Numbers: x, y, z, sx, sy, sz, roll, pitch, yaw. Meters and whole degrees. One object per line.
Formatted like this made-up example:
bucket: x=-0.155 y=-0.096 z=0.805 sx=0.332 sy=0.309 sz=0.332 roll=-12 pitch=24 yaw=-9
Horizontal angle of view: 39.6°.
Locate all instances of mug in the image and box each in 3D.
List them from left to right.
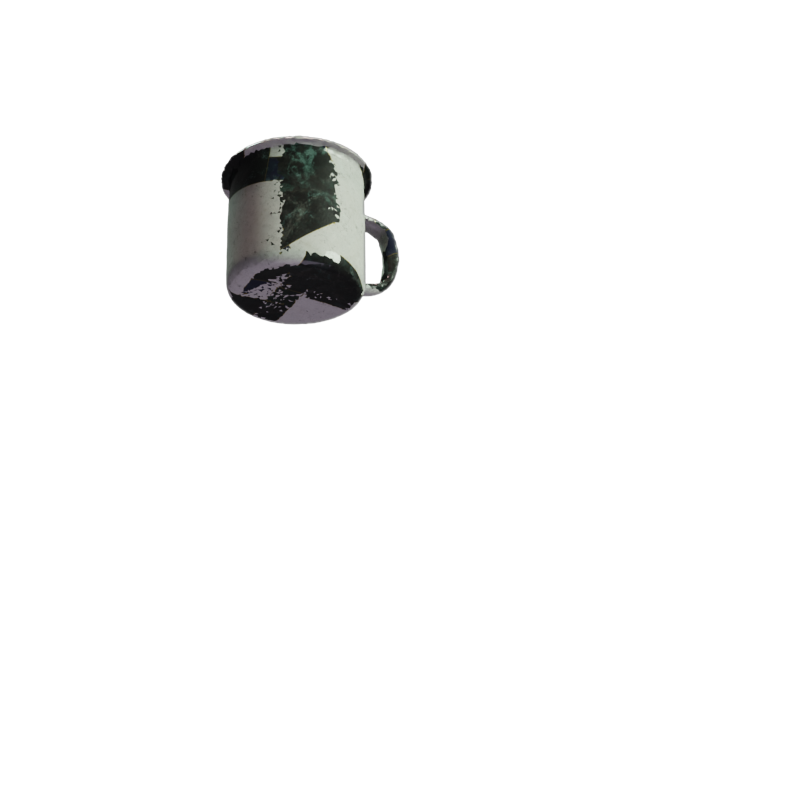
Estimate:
mug: x=-0.052 y=-0.095 z=0.668 sx=0.111 sy=0.087 sz=0.092 roll=16 pitch=-32 yaw=-30
